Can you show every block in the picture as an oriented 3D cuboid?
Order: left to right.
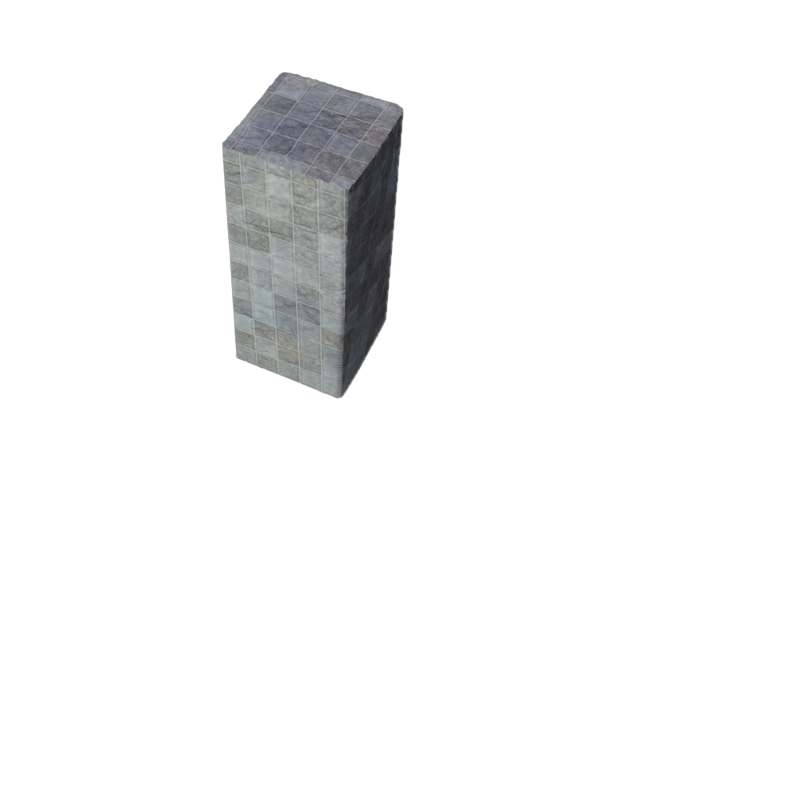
[{"bbox_3d":[-0.060,-0.110,0.768,0.094,0.094,0.192,20,-39,13],"label":"block"}]
